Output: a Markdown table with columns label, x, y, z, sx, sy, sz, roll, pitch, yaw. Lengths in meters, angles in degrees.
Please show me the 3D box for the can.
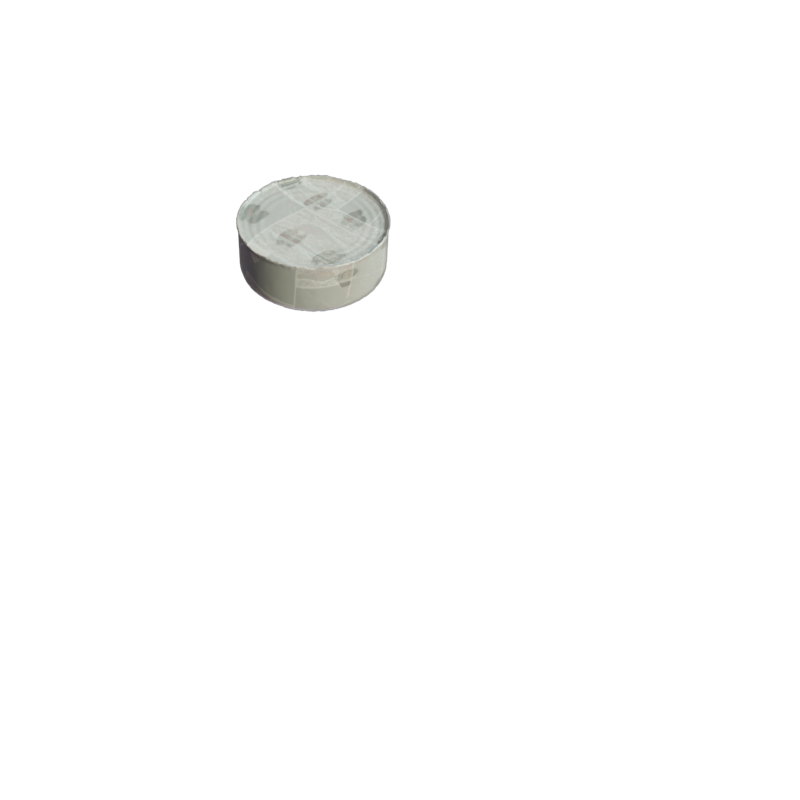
| label | x | y | z | sx | sy | sz | roll | pitch | yaw |
| --- | --- | --- | --- | --- | --- | --- | --- | --- | --- |
| can | -0.049 | -0.089 | 0.626 | 0.086 | 0.031 | 0.092 | -1 | 43 | -2 |
